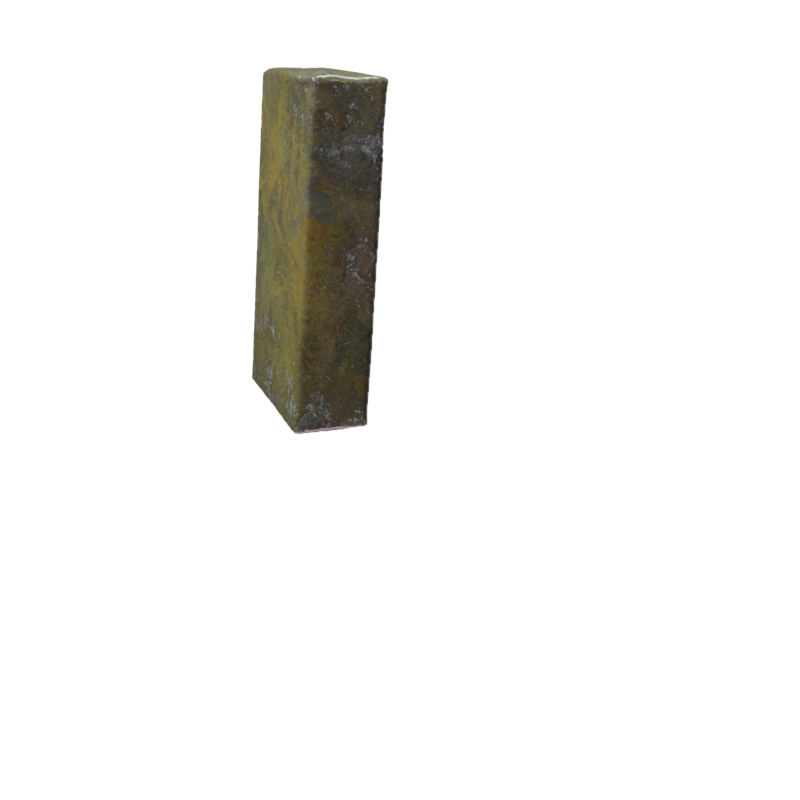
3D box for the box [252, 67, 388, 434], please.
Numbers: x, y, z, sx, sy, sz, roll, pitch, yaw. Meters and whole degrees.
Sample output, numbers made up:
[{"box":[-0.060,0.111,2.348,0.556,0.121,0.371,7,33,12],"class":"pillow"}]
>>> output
[{"box":[-0.045,-0.082,0.574,0.047,0.171,0.098,-4,14,-20],"class":"box"}]
